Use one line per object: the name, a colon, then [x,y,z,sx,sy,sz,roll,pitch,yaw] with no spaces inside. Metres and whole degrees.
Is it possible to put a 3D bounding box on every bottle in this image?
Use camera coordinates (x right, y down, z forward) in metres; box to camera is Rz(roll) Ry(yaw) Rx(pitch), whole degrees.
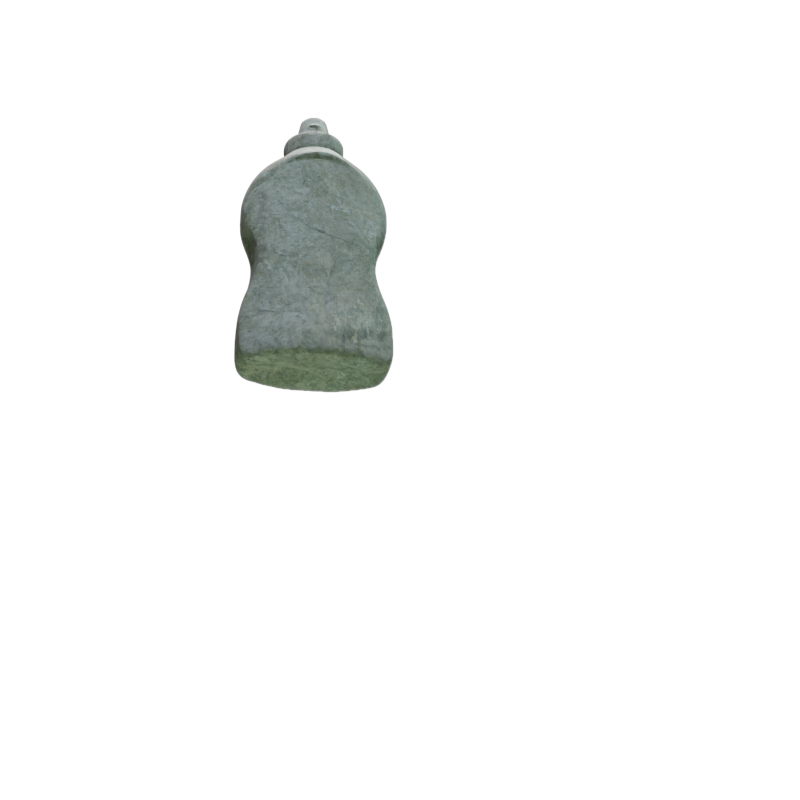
bottle: [-0.056,-0.103,0.721,0.095,0.204,0.055,2,-30,-7]
